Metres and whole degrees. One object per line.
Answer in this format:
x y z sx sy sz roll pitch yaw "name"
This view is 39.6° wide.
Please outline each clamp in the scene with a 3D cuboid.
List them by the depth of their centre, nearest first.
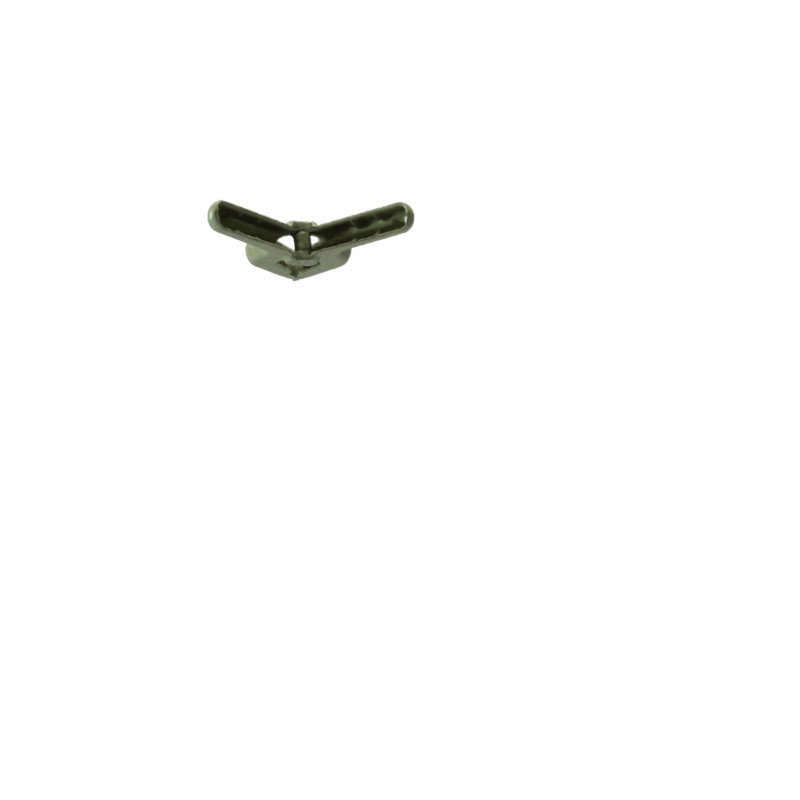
-0.075 -0.138 0.964 0.164 0.037 0.205 0 -6 -2 "clamp"
